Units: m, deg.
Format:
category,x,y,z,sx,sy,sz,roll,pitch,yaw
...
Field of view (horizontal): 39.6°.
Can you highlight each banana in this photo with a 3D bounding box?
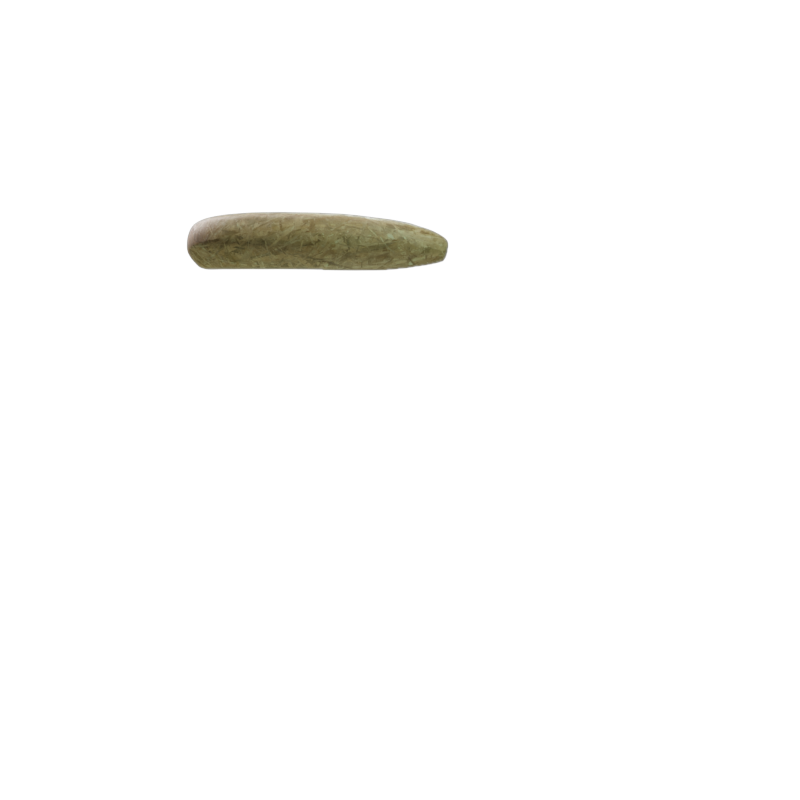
category,x,y,z,sx,sy,sz,roll,pitch,yaw
banana,-0.069,-0.101,0.708,0.205,0.037,0.067,5,7,34
